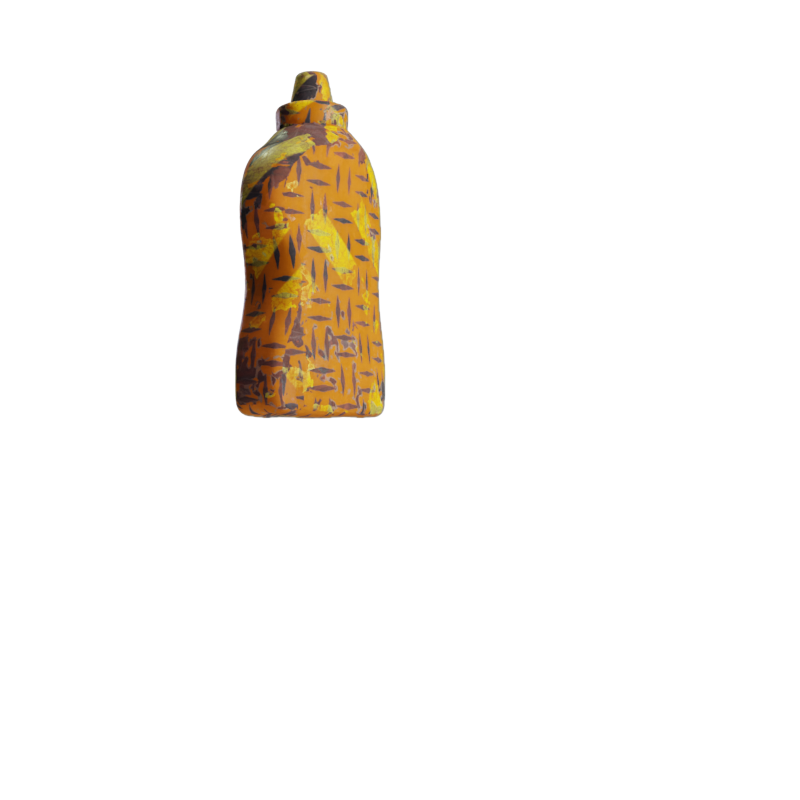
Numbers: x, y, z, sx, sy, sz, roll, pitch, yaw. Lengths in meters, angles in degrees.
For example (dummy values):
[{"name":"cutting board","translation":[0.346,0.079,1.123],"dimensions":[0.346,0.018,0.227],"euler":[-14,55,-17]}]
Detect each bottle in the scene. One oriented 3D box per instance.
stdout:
[{"name":"bottle","translation":[-0.048,-0.087,0.611],"dimensions":[0.060,0.196,0.091],"euler":[-8,-11,38]}]
